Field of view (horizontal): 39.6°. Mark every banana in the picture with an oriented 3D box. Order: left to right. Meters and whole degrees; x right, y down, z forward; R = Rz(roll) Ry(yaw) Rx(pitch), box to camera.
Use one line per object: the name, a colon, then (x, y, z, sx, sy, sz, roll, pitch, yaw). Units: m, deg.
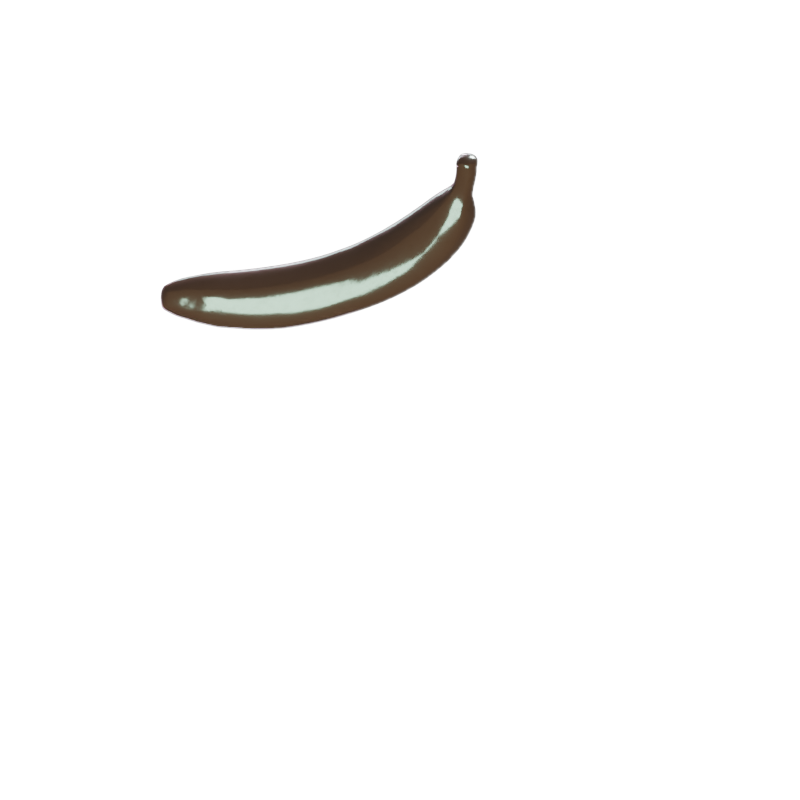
banana: (-0.037, -0.077, 0.626, 0.198, 0.065, 0.039, -23, 32, 15)
